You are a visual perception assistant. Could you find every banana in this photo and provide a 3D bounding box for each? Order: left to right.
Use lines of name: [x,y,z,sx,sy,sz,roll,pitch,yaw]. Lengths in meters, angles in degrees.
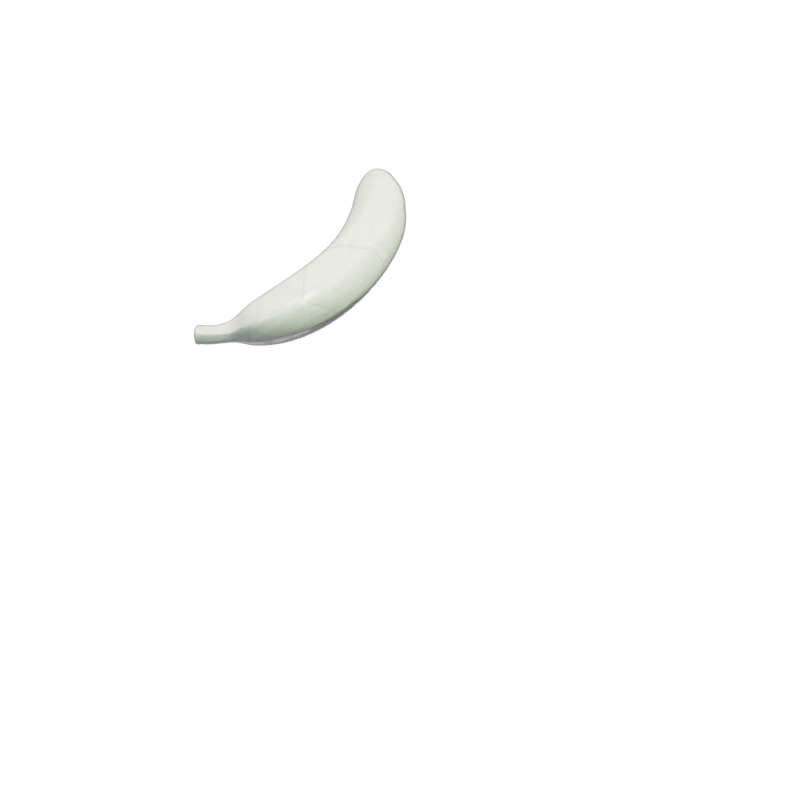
banana: [-0.040,-0.088,0.677,0.073,0.034,0.202,22,46,23]
